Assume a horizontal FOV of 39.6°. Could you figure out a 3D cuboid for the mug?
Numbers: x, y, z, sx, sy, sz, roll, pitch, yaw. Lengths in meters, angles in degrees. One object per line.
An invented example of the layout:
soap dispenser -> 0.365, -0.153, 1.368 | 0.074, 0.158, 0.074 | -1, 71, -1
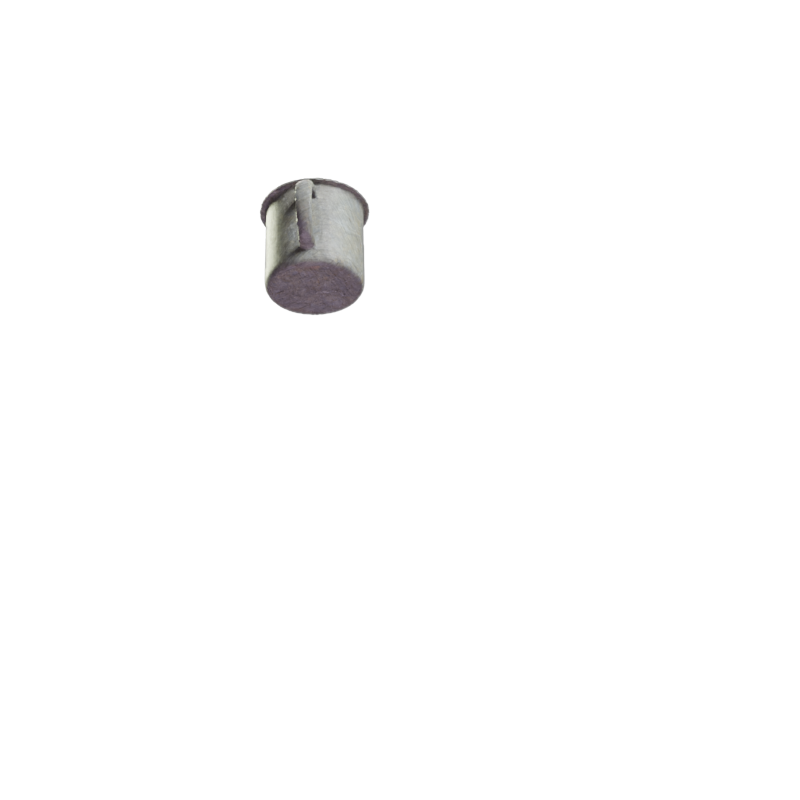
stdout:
mug -> -0.071, -0.130, 0.911 | 0.093, 0.087, 0.109 | -2, -32, 2
